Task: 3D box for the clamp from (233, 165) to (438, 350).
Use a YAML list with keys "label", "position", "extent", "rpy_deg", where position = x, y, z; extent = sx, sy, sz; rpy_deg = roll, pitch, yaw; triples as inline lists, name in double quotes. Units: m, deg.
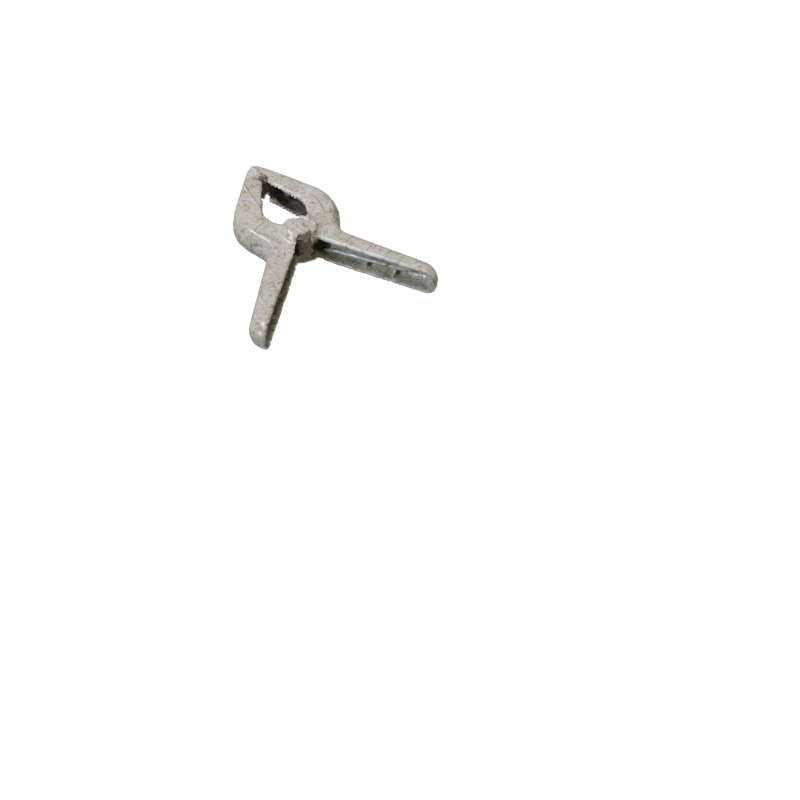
- label: "clamp"
  position: [-0.075, -0.136, 0.954]
  extent: [0.163, 0.034, 0.228]
  rpy_deg: [-14, 46, -14]
